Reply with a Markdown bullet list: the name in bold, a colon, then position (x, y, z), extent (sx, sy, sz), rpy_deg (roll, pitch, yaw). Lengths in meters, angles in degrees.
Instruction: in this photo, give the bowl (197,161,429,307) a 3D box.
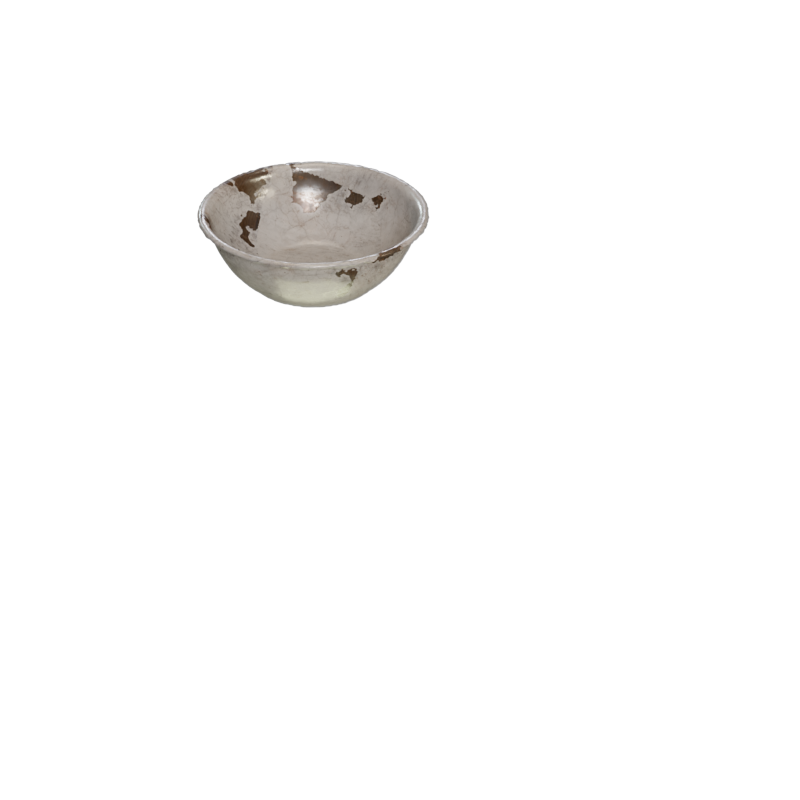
- **bowl**: position (-0.061, -0.112, 0.784), extent (0.162, 0.052, 0.173), rpy_deg (-1, 34, -2)
